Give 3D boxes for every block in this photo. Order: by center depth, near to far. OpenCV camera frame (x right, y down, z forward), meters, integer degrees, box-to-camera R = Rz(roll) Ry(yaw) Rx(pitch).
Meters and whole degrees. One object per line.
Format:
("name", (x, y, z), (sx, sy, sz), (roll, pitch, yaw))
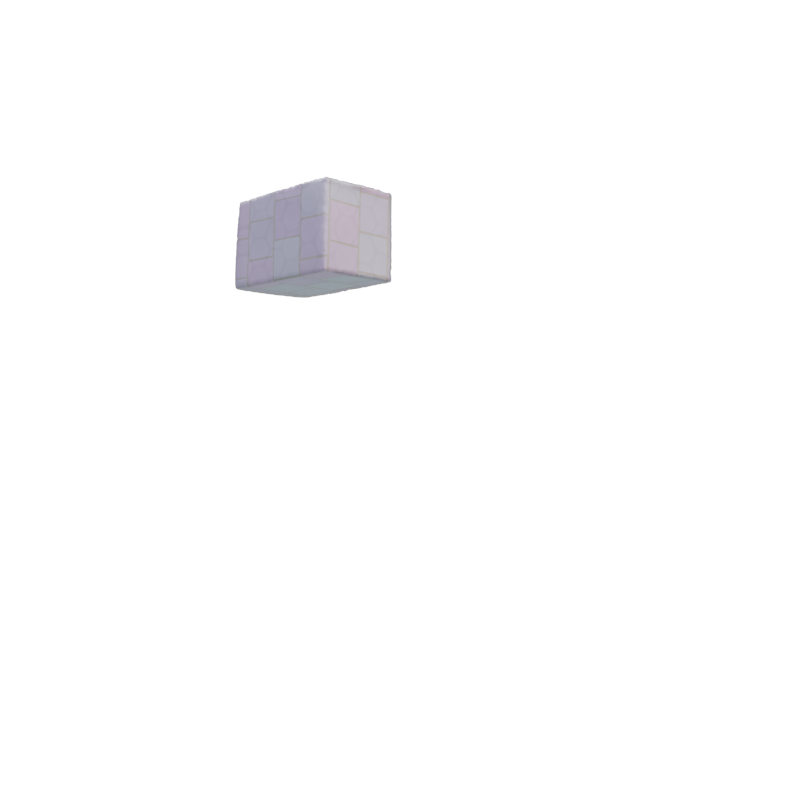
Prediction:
("block", (-0.049, -0.089, 0.626), (0.050, 0.053, 0.080), (8, -10, -44))
